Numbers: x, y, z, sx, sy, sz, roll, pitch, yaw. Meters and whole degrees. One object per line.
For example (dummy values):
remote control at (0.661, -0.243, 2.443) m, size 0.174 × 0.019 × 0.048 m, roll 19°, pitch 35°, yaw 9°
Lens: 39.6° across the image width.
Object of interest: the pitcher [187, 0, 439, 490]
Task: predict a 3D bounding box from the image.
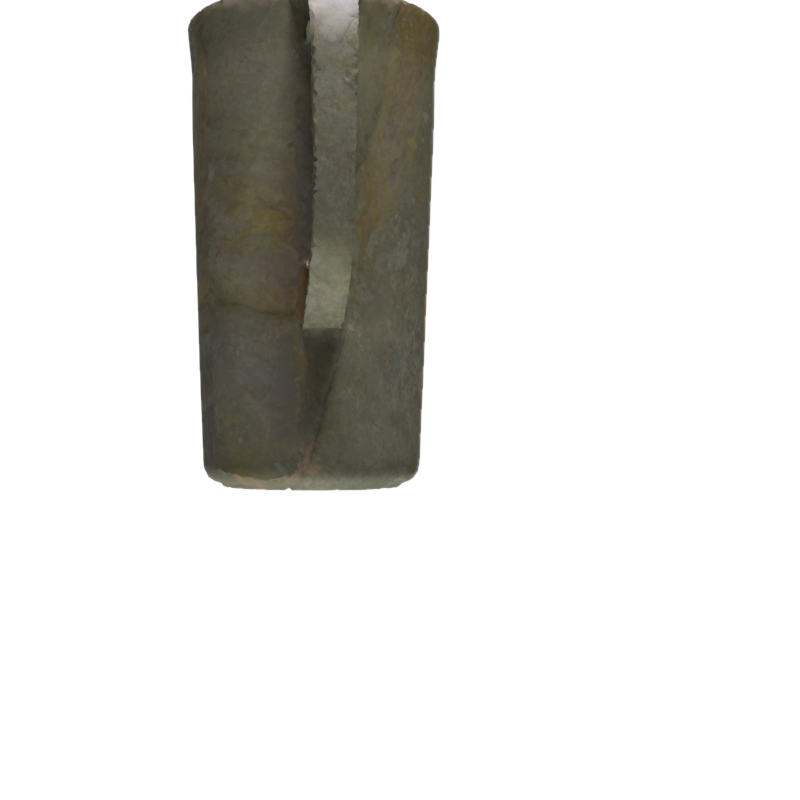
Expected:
pitcher at (-0.044, -0.080, 0.561) m, size 0.149 × 0.248 × 0.142 m, roll -6°, pitch -9°, yaw 36°
